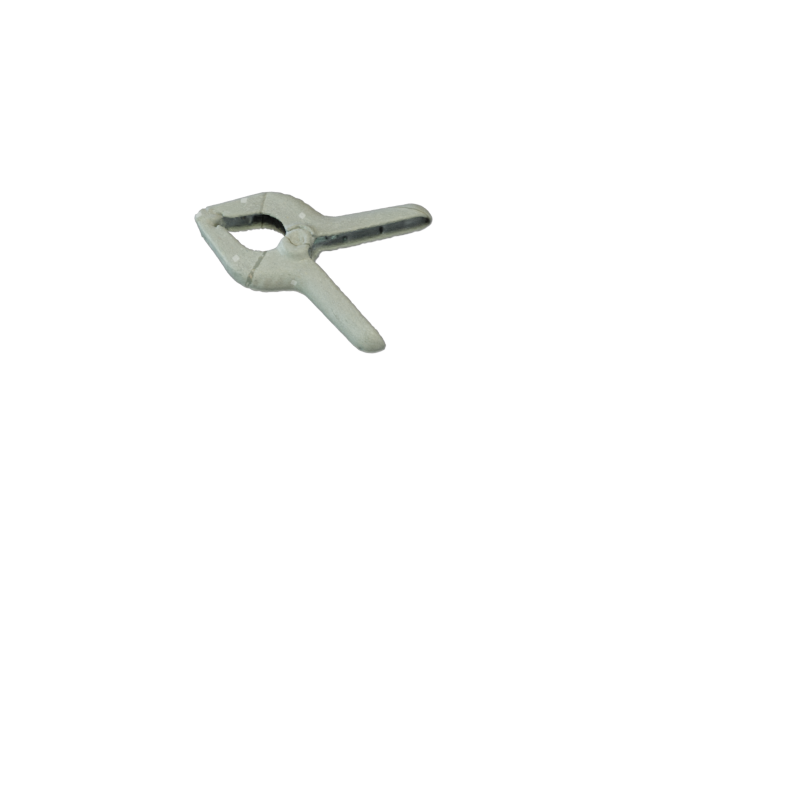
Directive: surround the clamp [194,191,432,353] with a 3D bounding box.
[{"bbox_3d":[-0.064,-0.116,0.812,0.177,0.124,0.037,25,-28,14],"label":"clamp"}]
